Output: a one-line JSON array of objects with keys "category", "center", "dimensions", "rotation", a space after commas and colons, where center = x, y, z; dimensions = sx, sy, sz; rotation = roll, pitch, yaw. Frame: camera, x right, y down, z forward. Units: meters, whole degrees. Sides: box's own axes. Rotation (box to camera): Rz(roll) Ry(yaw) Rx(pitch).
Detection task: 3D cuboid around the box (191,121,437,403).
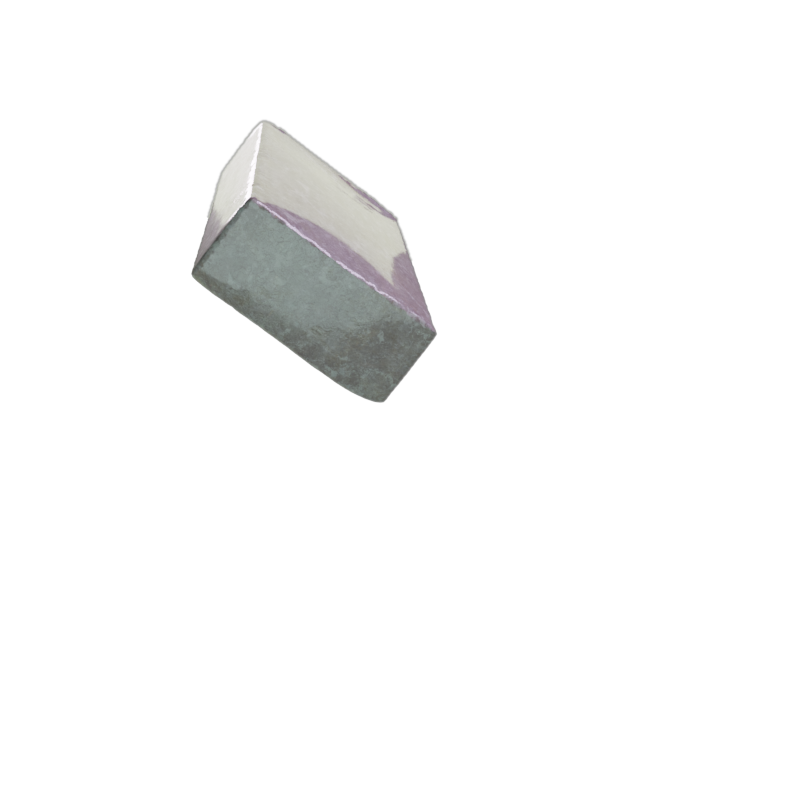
[{"category": "box", "center": [-0.039, -0.072, 0.504], "dimensions": [0.090, 0.047, 0.185], "rotation": [35, 18, -17]}]
